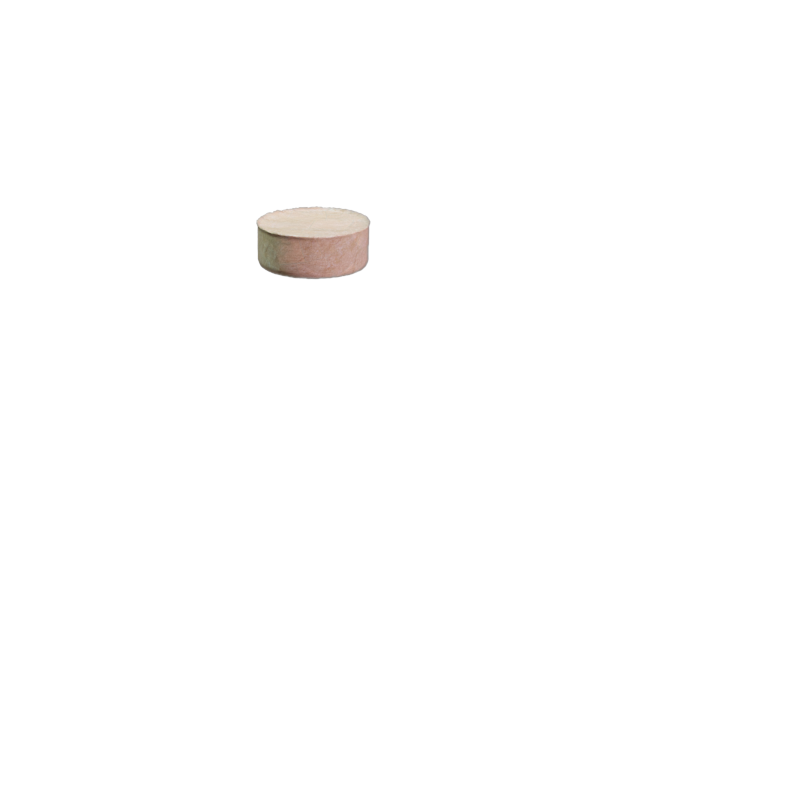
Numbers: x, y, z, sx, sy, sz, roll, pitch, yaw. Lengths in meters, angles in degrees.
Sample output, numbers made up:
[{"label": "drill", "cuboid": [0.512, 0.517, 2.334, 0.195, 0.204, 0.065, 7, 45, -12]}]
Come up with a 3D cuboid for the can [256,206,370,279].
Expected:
[{"label": "can", "cuboid": [-0.066, -0.120, 0.838, 0.086, 0.032, 0.090, -1, 23, -2]}]
